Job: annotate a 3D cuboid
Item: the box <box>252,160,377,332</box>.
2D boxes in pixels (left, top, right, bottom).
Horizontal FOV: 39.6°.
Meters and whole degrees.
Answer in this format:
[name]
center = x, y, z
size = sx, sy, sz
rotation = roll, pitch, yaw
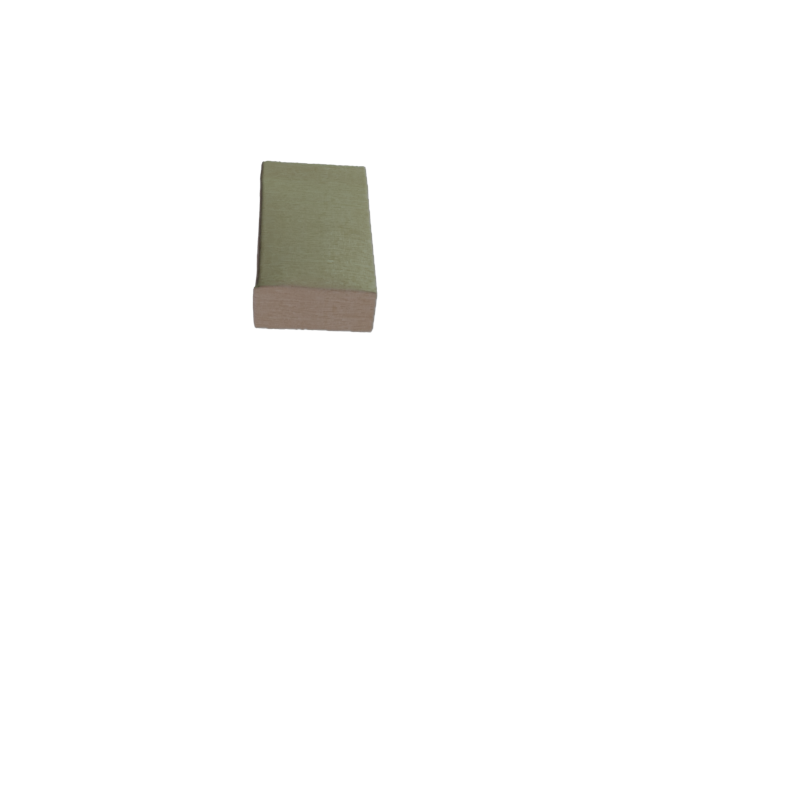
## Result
[box]
center = -0.070, -0.128, 0.896
size = 0.093, 0.045, 0.189
rotation = 2, 39, -5
